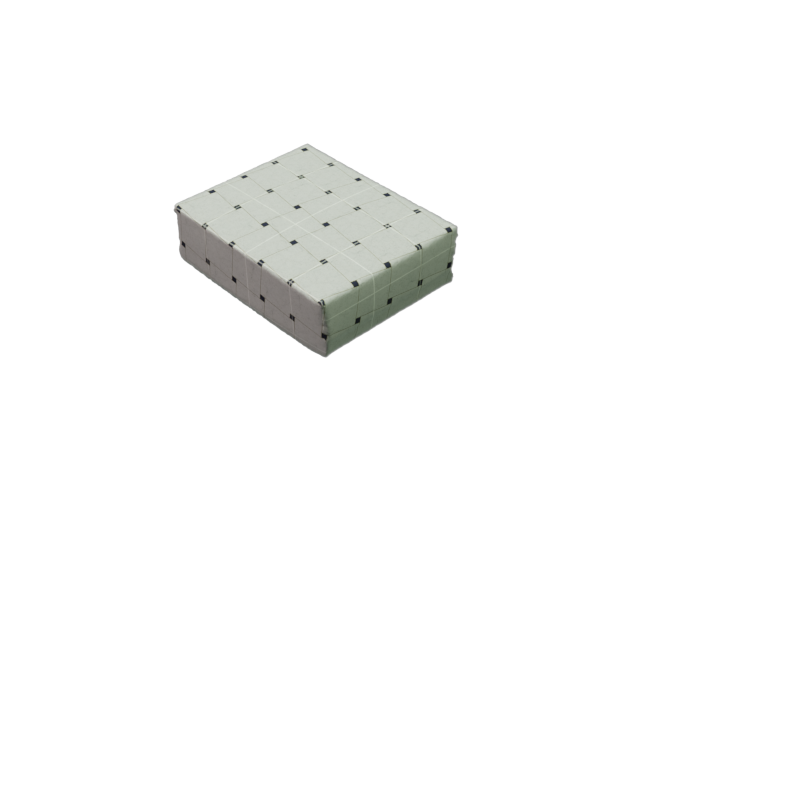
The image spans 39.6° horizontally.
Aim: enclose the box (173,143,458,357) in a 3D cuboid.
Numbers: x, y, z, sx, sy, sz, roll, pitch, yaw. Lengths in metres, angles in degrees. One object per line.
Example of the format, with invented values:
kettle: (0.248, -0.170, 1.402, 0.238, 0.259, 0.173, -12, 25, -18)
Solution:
box: (-0.043, -0.078, 0.548, 0.090, 0.036, 0.121, -32, 51, -31)
